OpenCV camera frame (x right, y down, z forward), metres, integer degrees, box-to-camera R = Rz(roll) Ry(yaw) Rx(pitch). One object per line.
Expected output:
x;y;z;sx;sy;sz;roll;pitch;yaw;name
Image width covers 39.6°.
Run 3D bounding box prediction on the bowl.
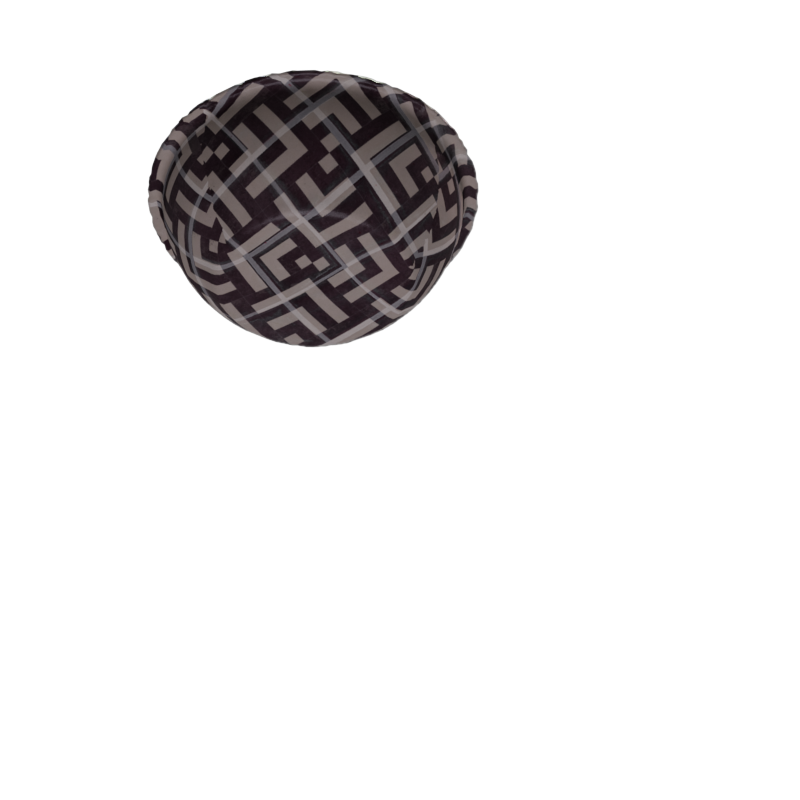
-0.041;-0.075;0.526;0.162;0.059;0.151;1;-41;-1;bowl
